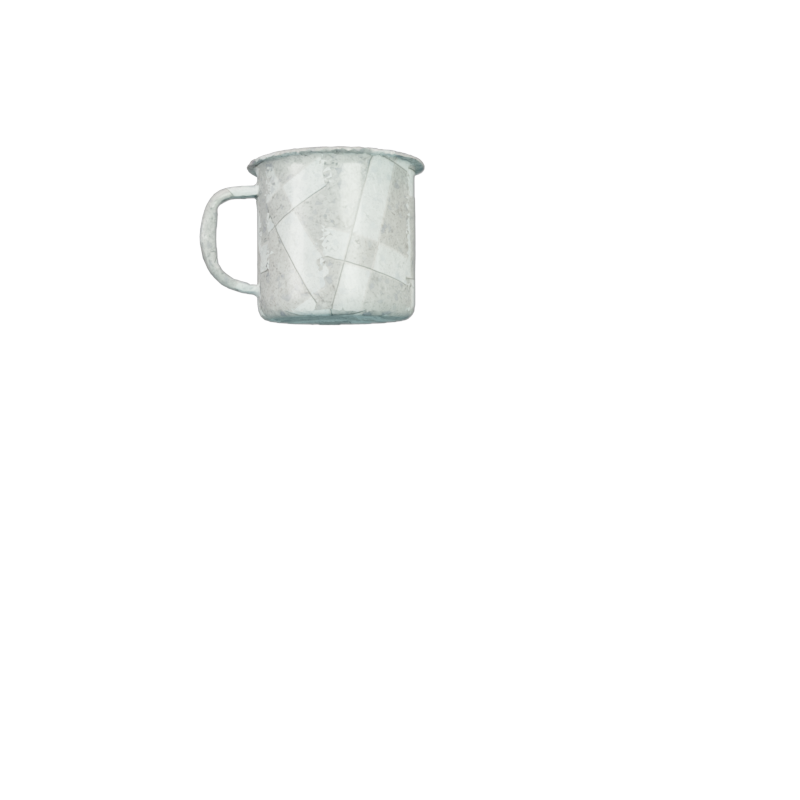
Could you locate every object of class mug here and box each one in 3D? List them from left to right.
[{"bbox_3d":[-0.045,-0.082,0.573,0.115,0.083,0.093,0,-4,-12],"label":"mug"}]
